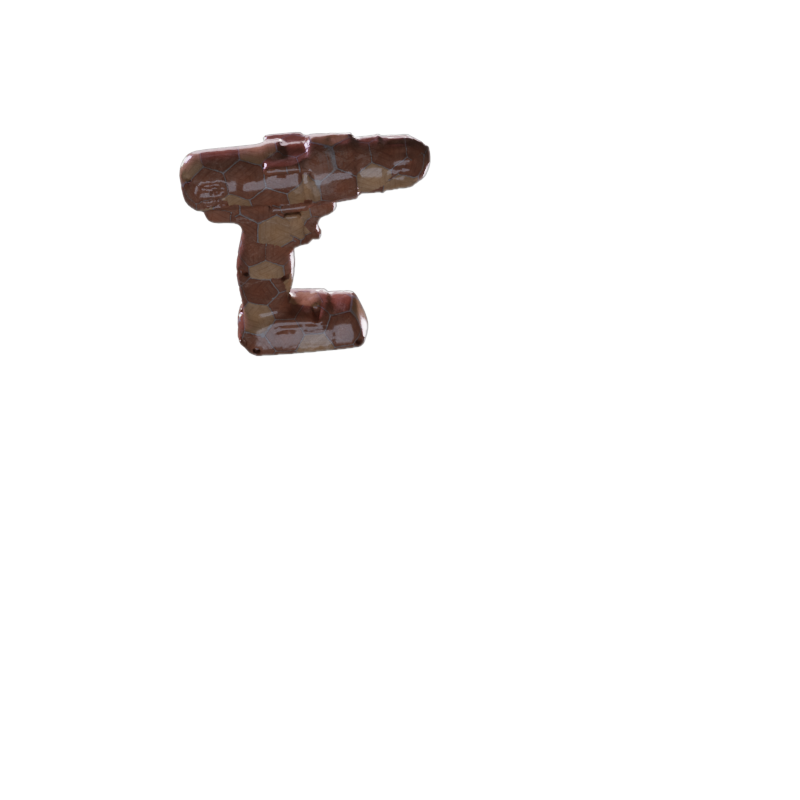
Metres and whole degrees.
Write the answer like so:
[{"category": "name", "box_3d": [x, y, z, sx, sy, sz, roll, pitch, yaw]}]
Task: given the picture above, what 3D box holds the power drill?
[{"category": "power drill", "box_3d": [-0.067, -0.122, 0.857, 0.185, 0.174, 0.061, -3, 40, 2]}]
